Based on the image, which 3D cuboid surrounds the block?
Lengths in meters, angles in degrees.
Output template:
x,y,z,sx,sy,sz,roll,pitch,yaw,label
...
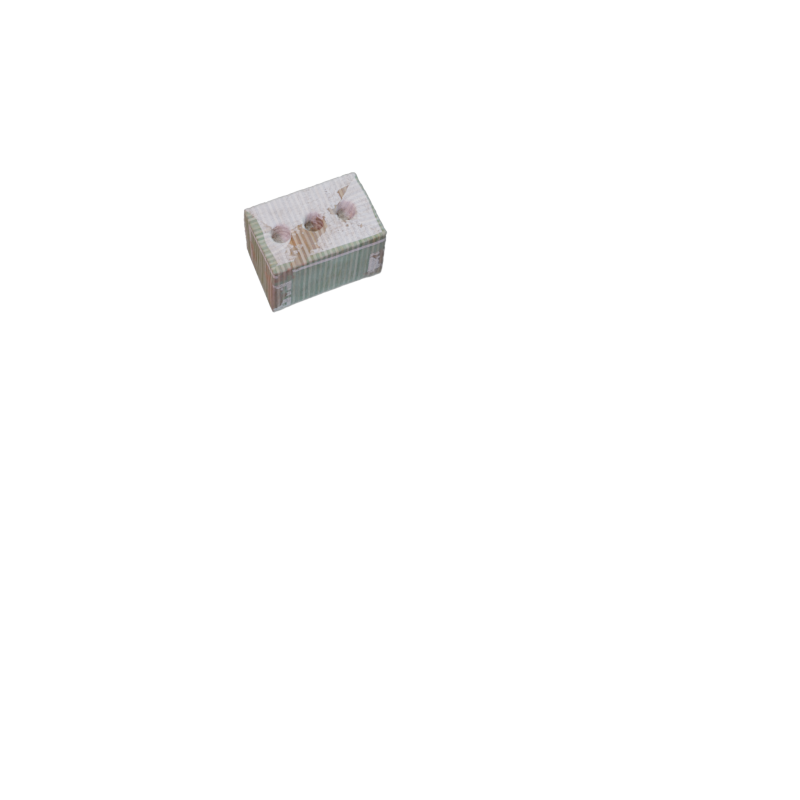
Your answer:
x,y,z,sx,sy,sz,roll,pitch,yaw,label
-0.055,-0.101,0.706,0.078,0.056,0.048,-22,-23,-12,block
